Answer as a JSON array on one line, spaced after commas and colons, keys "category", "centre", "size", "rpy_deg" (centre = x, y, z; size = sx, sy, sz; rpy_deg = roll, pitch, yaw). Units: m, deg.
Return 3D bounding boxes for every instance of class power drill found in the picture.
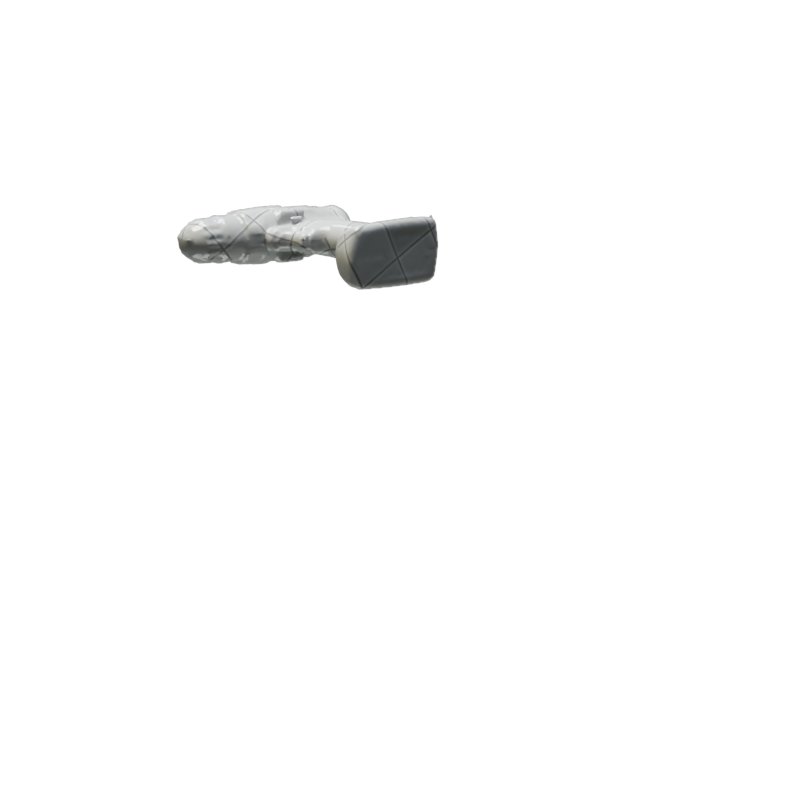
[{"category": "power drill", "centre": [-0.076, -0.138, 0.968], "size": [0.180, 0.056, 0.198], "rpy_deg": [-15, 22, -39]}]
